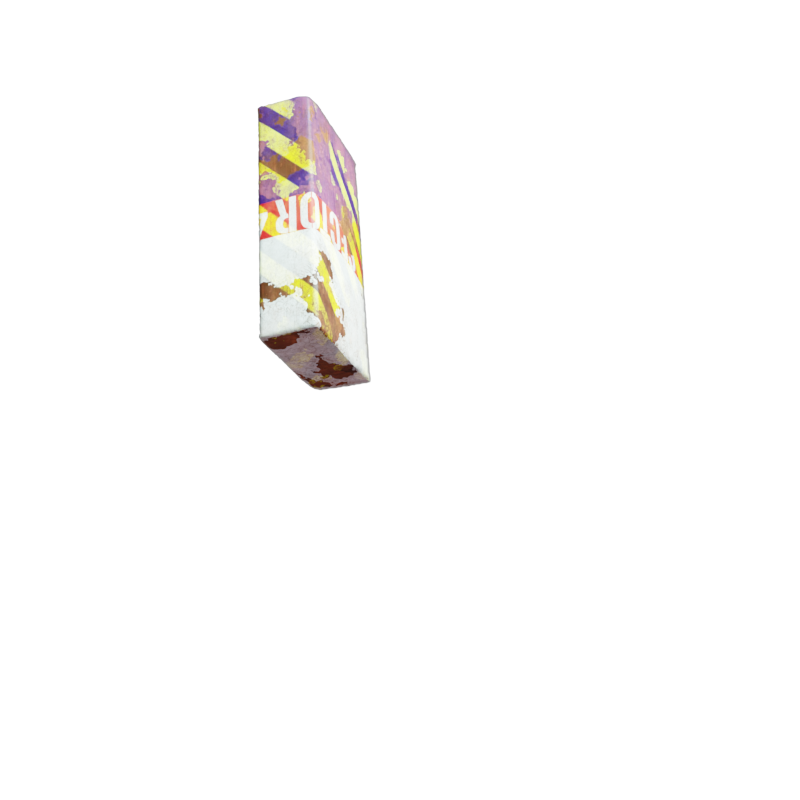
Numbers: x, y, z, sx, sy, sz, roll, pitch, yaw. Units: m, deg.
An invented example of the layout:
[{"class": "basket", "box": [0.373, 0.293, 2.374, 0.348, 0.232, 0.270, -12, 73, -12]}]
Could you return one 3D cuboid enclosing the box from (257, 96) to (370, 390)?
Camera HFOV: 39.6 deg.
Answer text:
[{"class": "box", "box": [-0.057, -0.105, 0.732, 0.049, 0.187, 0.086, -12, -29, 17]}]
